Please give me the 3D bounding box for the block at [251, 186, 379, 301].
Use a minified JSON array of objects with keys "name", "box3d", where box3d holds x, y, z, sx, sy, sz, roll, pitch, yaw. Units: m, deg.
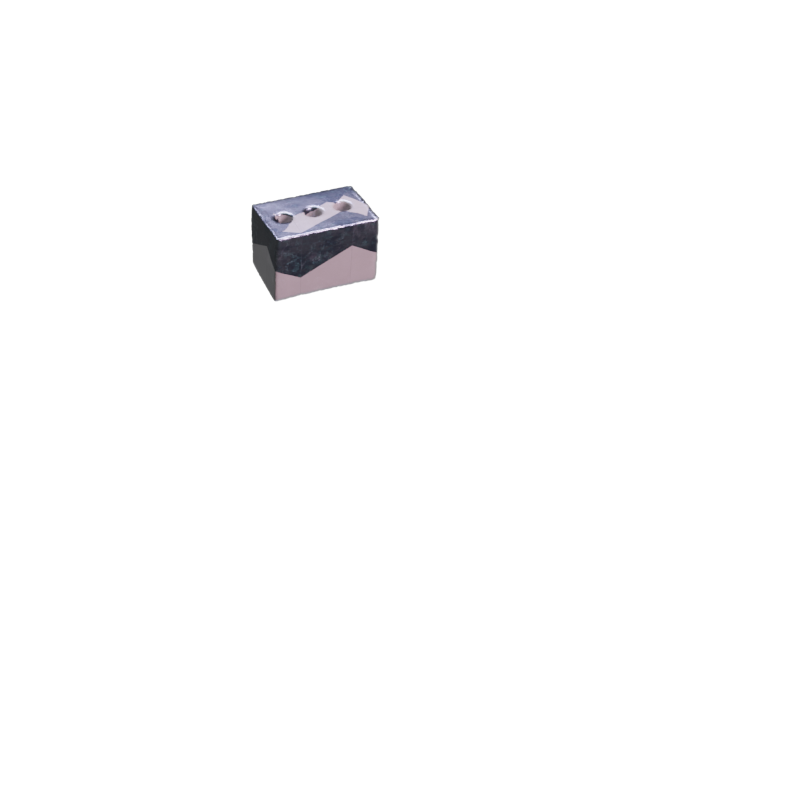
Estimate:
[{"name":"block","box3d":[-0.061,-0.111,0.780,0.077,0.048,0.057,-15,40,-19]}]
